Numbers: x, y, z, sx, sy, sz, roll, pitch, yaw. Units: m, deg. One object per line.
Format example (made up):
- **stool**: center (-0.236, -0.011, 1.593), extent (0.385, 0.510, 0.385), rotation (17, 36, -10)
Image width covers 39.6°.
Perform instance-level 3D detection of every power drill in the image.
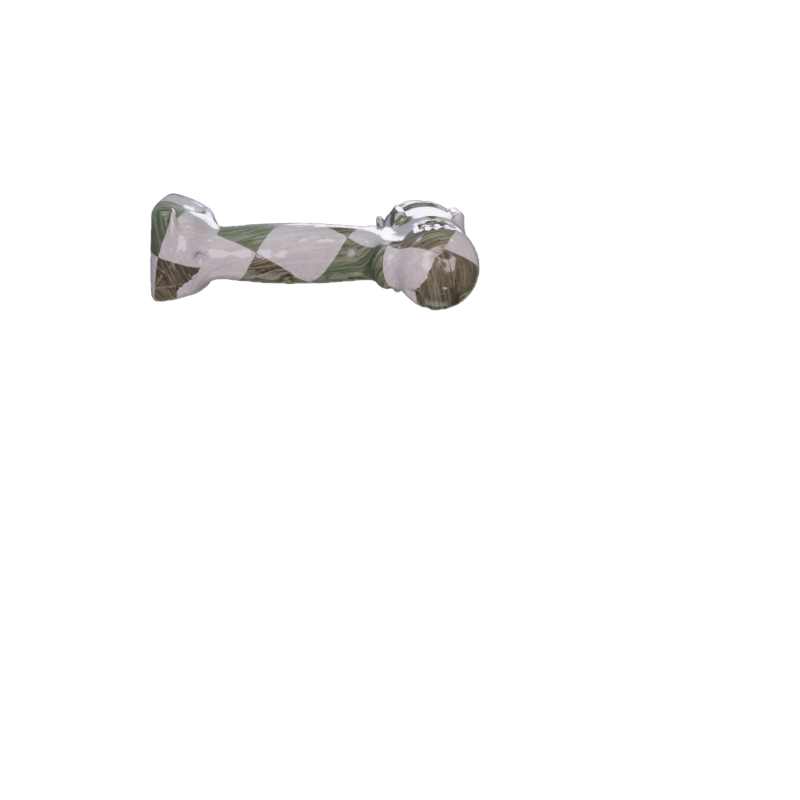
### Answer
- **power drill**: center (-0.053, -0.096, 0.675), extent (0.187, 0.056, 0.190), rotation (-1, 14, -3)
